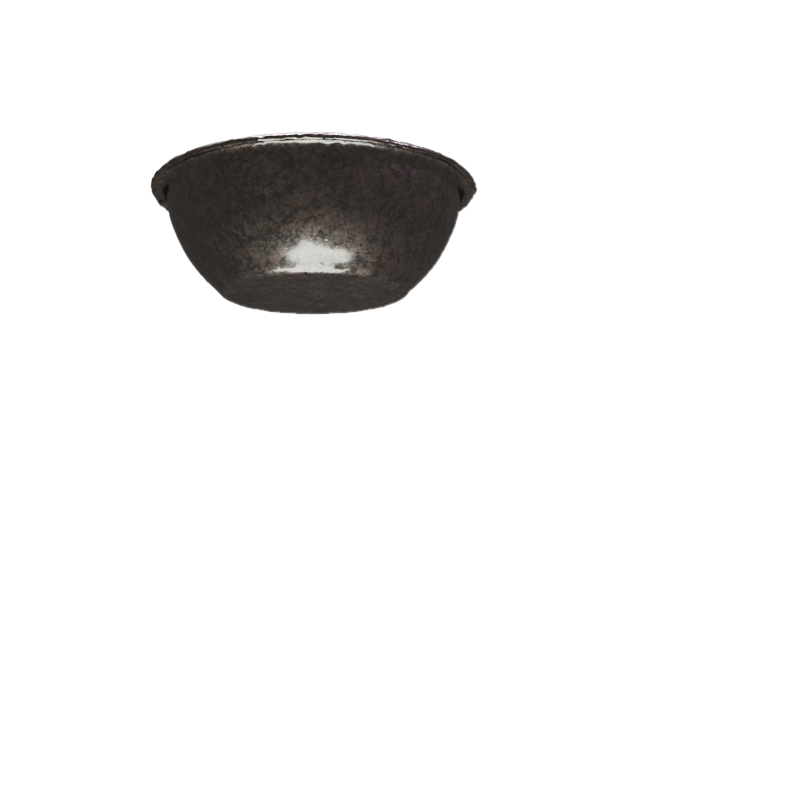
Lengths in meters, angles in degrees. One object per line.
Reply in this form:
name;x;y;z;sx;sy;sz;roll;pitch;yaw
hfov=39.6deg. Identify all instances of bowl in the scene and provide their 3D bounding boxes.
bowl;-0.043;-0.078;0.549;0.162;0.057;0.158;0;-9;-2
